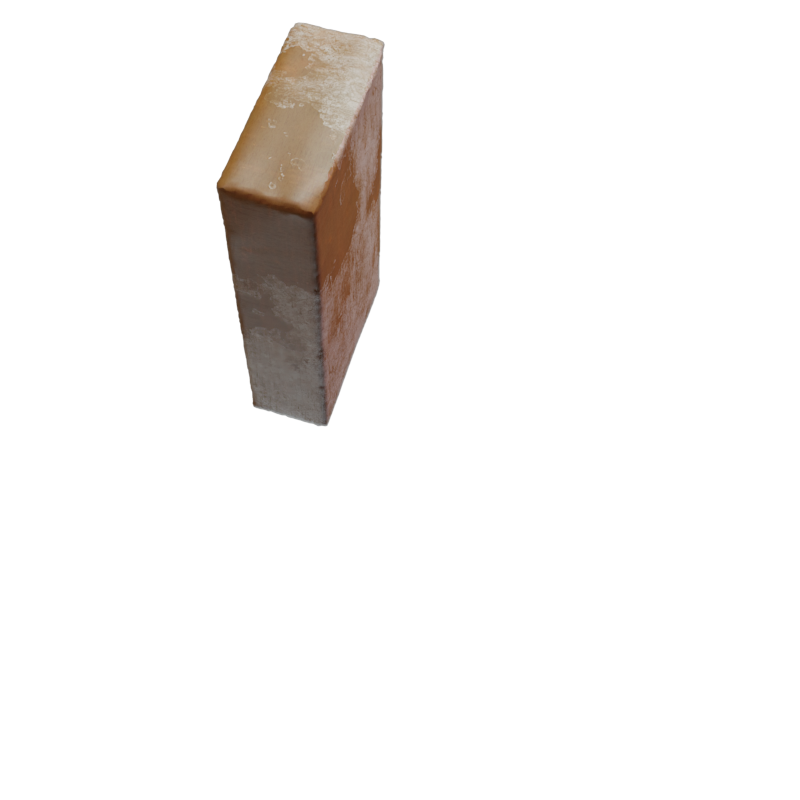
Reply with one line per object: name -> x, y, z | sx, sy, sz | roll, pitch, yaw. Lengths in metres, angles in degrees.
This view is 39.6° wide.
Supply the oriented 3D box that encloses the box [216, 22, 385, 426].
box -> -0.038, -0.070, 0.493 | 0.049, 0.098, 0.166 | 16, -29, 4
